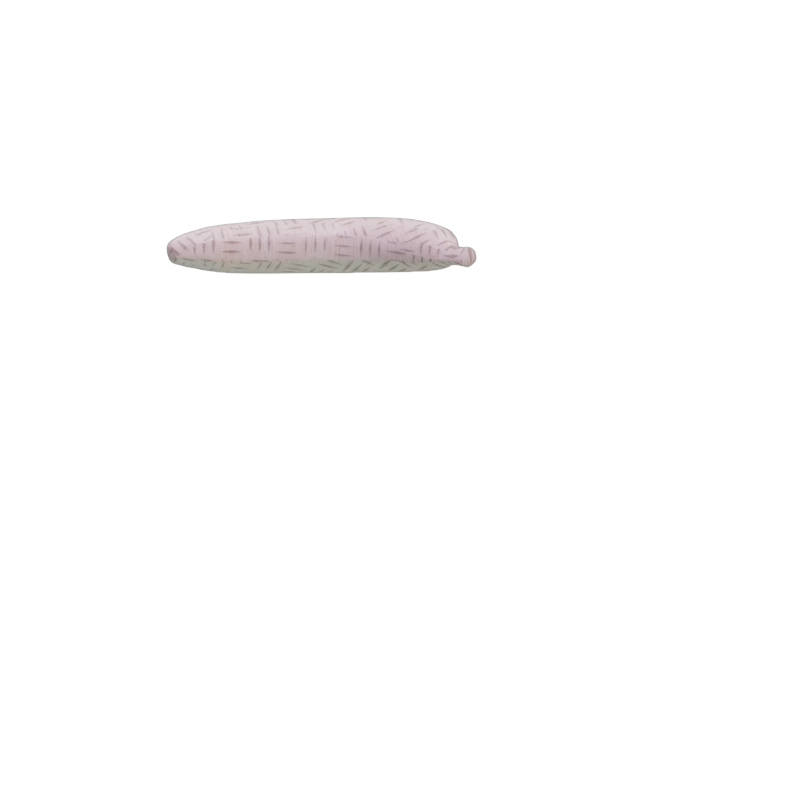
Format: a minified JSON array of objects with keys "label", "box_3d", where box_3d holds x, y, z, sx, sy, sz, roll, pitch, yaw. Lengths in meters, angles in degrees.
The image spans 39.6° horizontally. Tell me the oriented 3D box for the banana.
[{"label":"banana","box_3d":[-0.049,-0.101,0.719,0.201,0.037,0.068,1,1,12]}]
